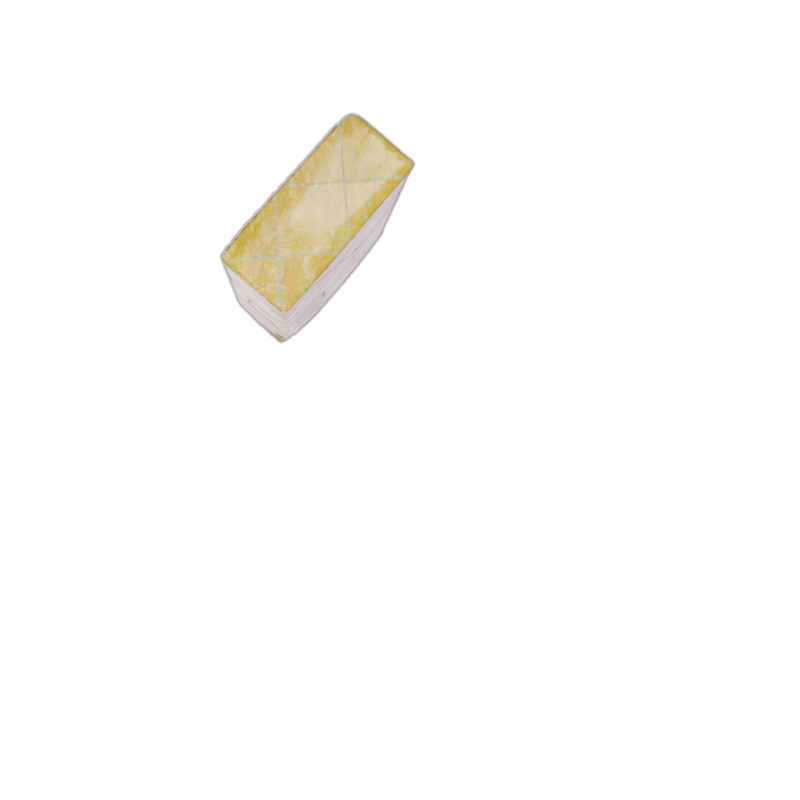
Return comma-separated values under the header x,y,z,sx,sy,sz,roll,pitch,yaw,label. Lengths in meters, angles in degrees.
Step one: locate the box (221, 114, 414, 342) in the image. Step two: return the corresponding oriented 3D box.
x,y,z,sx,sy,sz,roll,pitch,yaw,label
-0.045,-0.083,0.578,0.048,0.094,0.173,40,-6,0,box
